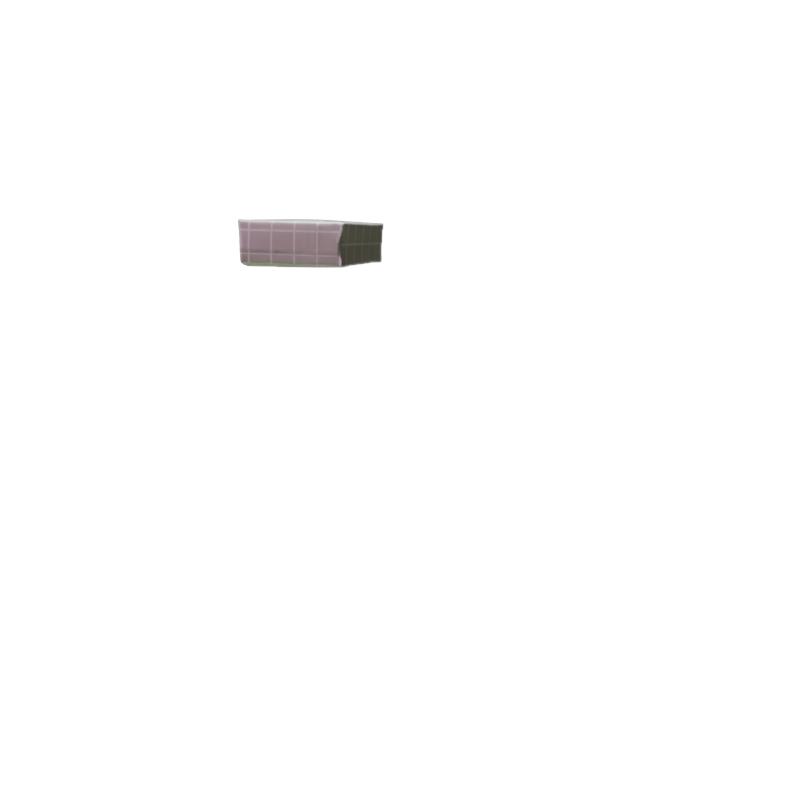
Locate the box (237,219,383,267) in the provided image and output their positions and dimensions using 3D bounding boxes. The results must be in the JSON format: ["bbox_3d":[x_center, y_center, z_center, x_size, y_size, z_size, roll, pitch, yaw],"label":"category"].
[{"bbox_3d":[-0.071,-0.130,0.912,0.092,0.038,0.113,3,10,16],"label":"box"}]
